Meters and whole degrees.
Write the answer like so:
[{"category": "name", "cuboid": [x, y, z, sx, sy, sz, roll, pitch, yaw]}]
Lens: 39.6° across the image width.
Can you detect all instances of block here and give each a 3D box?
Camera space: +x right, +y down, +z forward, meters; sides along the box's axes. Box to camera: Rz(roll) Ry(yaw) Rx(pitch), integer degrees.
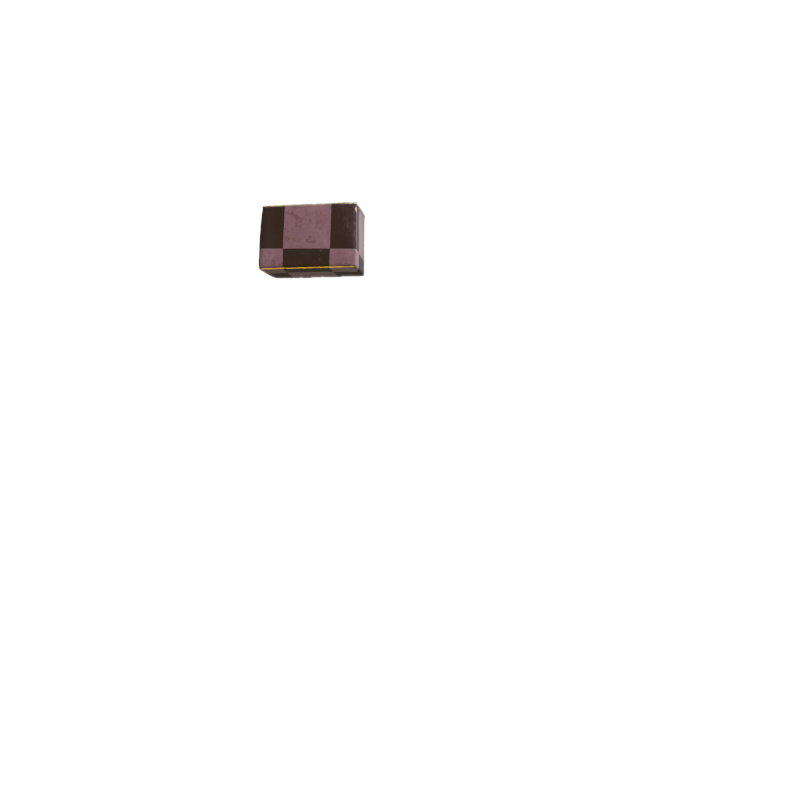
[{"category": "block", "cuboid": [-0.069, -0.127, 0.887, 0.079, 0.052, 0.051, -1, -7, 9]}]
